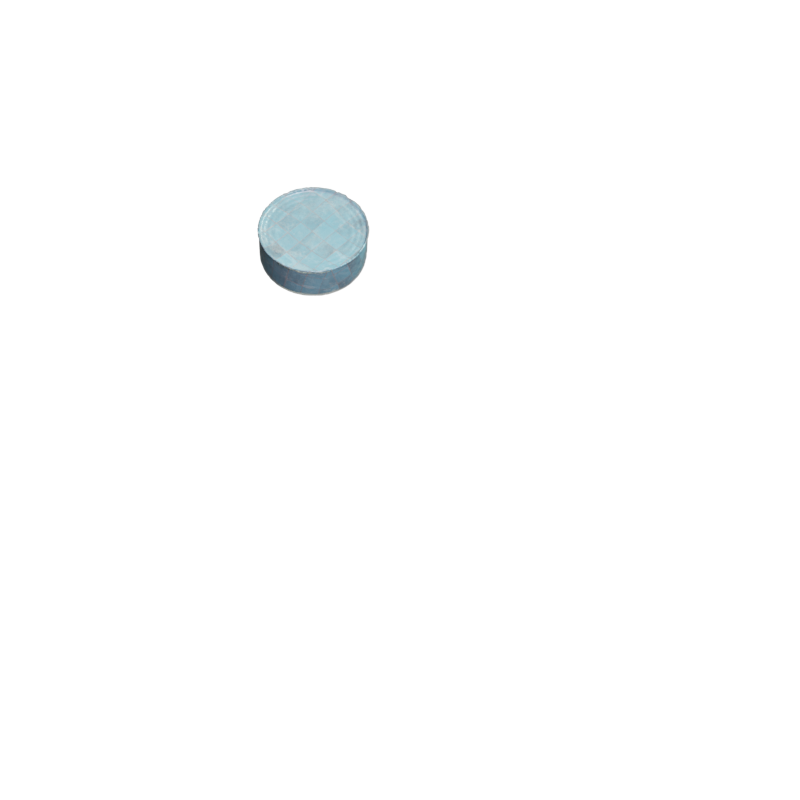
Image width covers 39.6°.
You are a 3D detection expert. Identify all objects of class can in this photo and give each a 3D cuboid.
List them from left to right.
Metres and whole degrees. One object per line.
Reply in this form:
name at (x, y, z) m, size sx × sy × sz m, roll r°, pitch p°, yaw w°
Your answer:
can at (-0.068, -0.123, 0.864) m, size 0.086 × 0.092 × 0.031 m, roll -1°, pitch -37°, yaw -1°
